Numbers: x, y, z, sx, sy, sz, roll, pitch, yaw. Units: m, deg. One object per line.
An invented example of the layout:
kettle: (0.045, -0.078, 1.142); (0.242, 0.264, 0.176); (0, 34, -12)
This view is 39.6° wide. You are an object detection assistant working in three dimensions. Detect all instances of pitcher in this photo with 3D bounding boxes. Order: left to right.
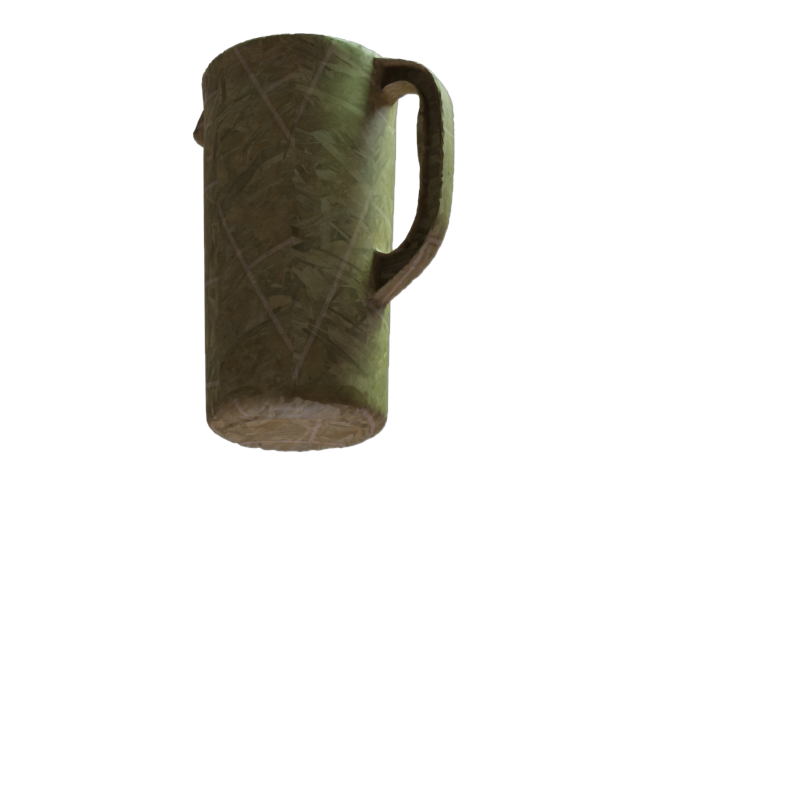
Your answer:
pitcher: (-0.054, -0.099, 0.693); (0.141, 0.255, 0.146); (5, -21, -18)
